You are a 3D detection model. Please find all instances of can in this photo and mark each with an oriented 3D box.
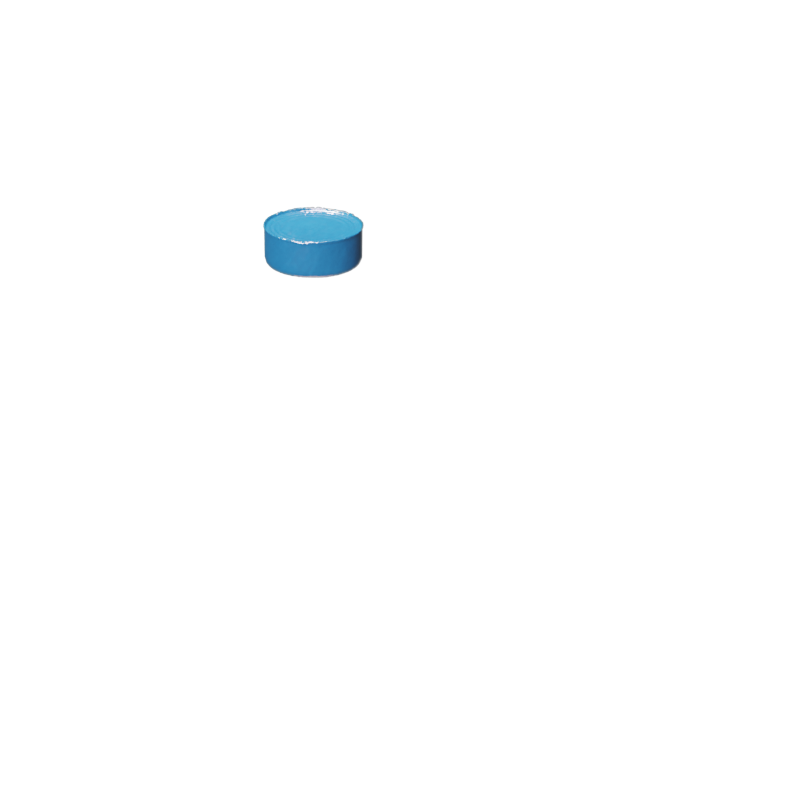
[{"bbox_3d":[-0.075,-0.136,0.954,0.086,0.032,0.091,-1,28,-2],"label":"can"}]
